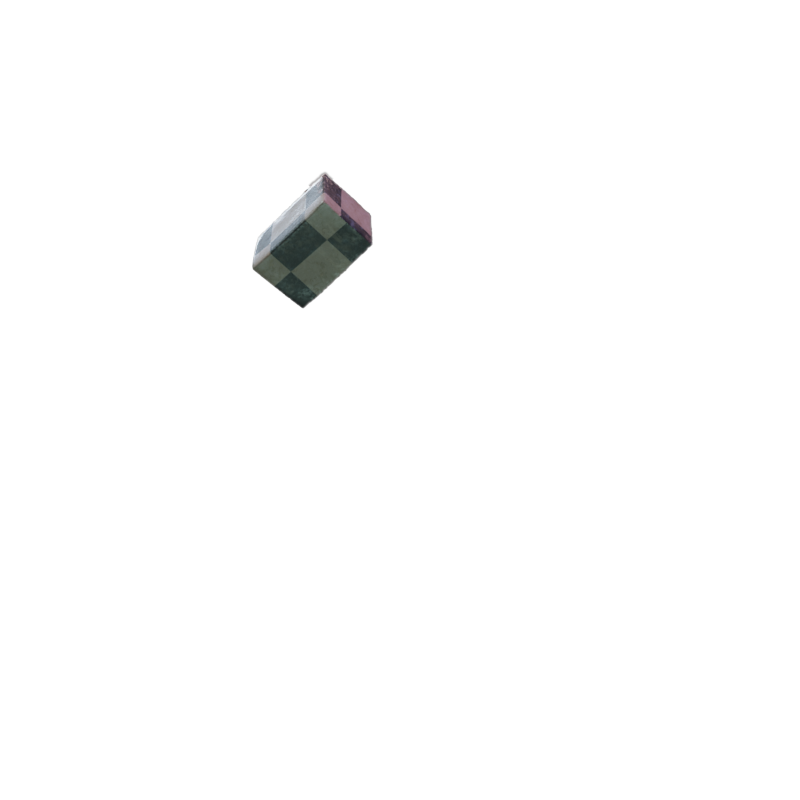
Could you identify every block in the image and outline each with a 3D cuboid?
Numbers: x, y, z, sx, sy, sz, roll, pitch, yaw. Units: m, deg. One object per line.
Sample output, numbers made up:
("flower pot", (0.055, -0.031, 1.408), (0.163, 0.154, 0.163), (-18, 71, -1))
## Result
("block", (-0.065, -0.119, 0.832), (0.050, 0.077, 0.054), (41, 20, -22))
